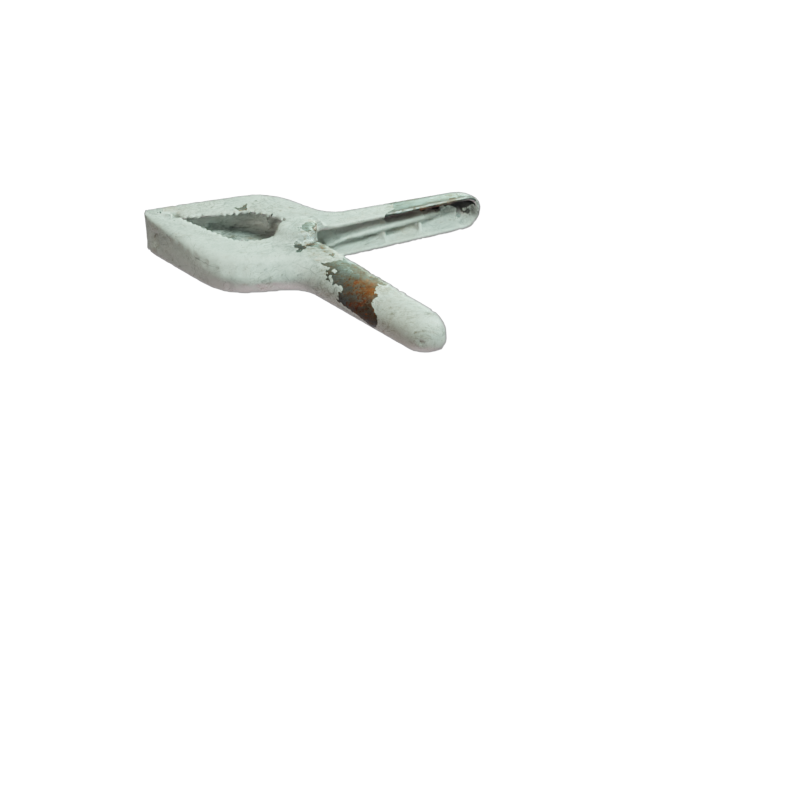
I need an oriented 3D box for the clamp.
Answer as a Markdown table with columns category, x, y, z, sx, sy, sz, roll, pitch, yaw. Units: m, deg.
| category | x | y | z | sx | sy | sz | roll | pitch | yaw |
| --- | --- | --- | --- | --- | --- | --- | --- | --- | --- |
| clamp | -0.054 | -0.098 | 0.689 | 0.216 | 0.034 | 0.170 | 11 | 36 | 16 |
